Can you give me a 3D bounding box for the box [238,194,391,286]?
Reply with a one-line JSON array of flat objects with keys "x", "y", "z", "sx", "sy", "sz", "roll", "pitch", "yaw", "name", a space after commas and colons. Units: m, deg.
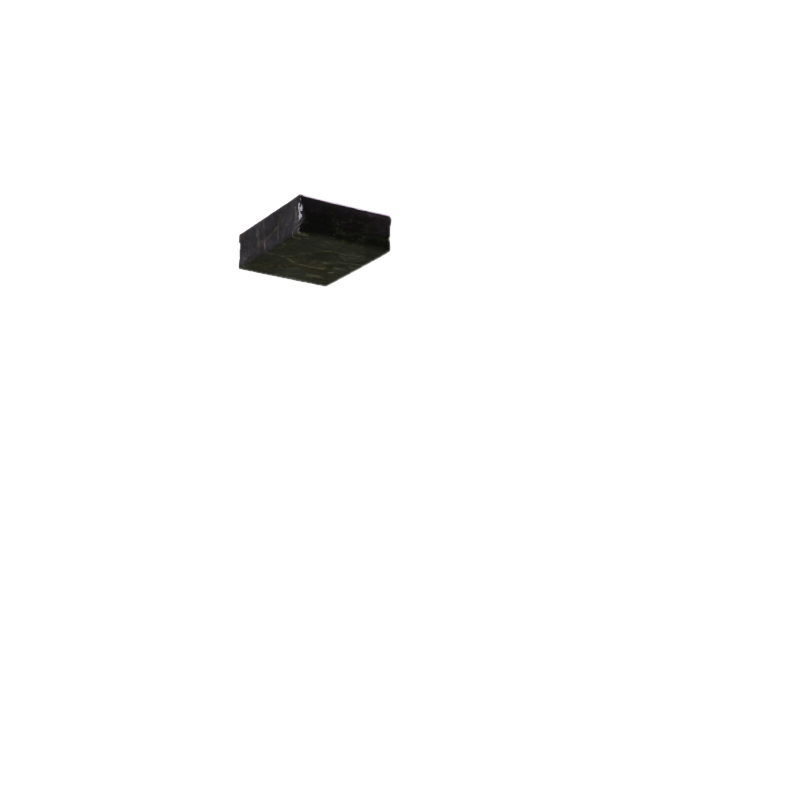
[{"x": -0.060, "y": -0.109, "z": 0.766, "sx": 0.070, "sy": 0.031, "sz": 0.089, "roll": 9, "pitch": -17, "yaw": -32, "name": "box"}]
